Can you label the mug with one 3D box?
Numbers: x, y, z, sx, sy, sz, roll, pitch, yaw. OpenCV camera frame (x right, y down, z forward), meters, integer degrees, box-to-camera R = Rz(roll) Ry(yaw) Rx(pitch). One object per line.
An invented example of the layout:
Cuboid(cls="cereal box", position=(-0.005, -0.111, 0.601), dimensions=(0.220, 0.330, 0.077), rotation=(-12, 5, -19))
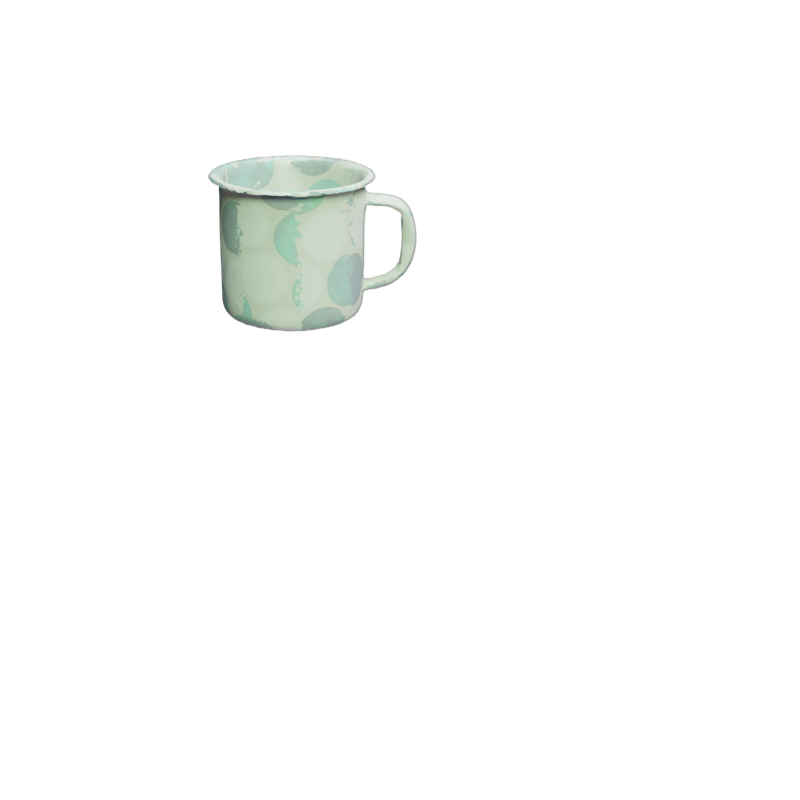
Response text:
Cuboid(cls="mug", position=(-0.049, -0.090, 0.630), dimensions=(0.117, 0.078, 0.098), rotation=(-1, 21, -3))
